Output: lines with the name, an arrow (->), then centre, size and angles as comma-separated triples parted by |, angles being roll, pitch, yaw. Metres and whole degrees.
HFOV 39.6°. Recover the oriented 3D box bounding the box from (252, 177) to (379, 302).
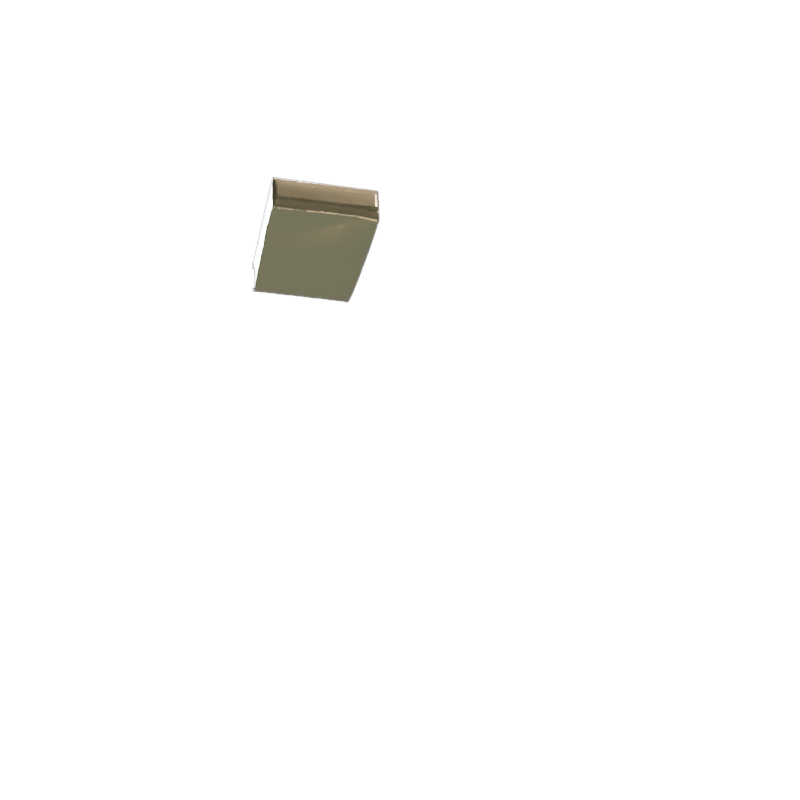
box -> -0.073, -0.133, 0.931 | 0.088, 0.042, 0.107 | 8, -40, -11
